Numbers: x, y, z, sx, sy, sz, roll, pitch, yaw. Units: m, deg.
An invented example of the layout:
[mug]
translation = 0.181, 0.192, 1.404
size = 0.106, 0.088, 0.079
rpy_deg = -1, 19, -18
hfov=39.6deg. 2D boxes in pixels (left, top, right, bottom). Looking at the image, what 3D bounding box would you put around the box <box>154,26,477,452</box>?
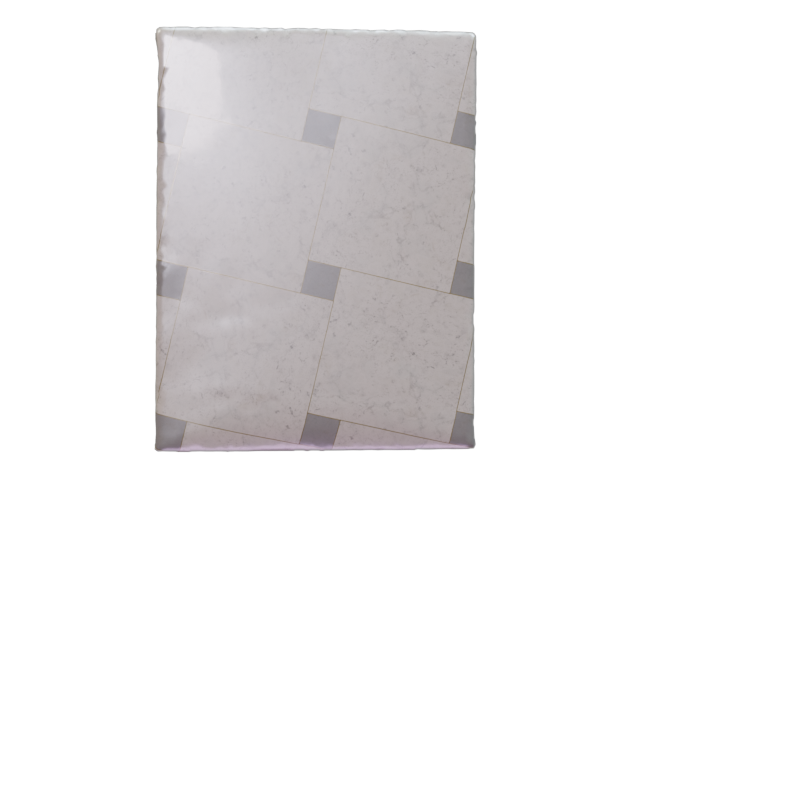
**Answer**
[box]
translation = -0.046, -0.084, 0.586
size = 0.163, 0.214, 0.072
rpy_deg = 0, -1, -6
